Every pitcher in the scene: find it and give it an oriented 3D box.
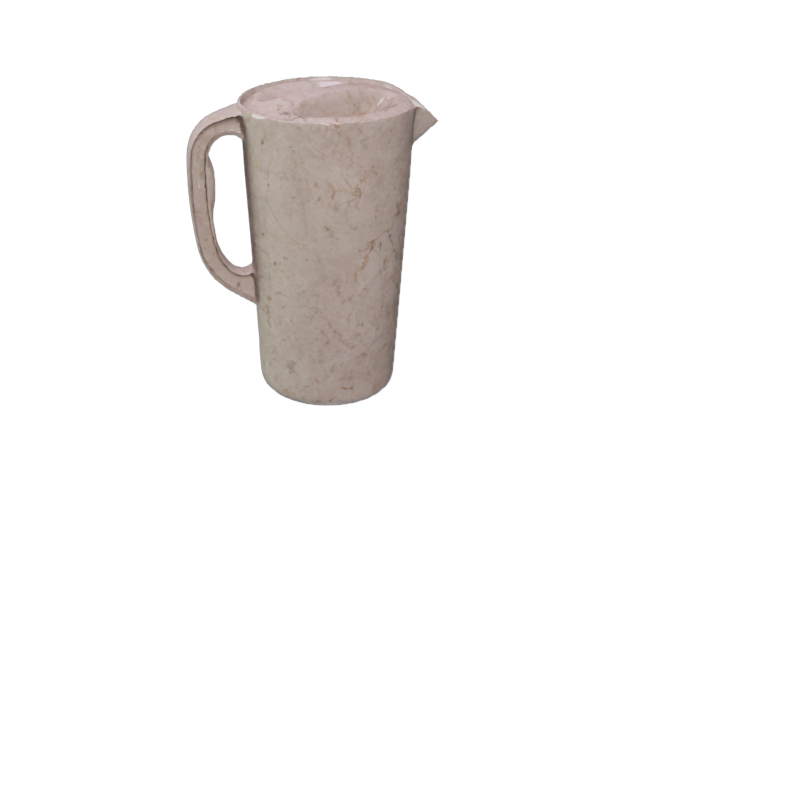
[{"bbox_3d":[-0.067,-0.123,0.860,0.157,0.231,0.145,17,29,30],"label":"pitcher"}]
